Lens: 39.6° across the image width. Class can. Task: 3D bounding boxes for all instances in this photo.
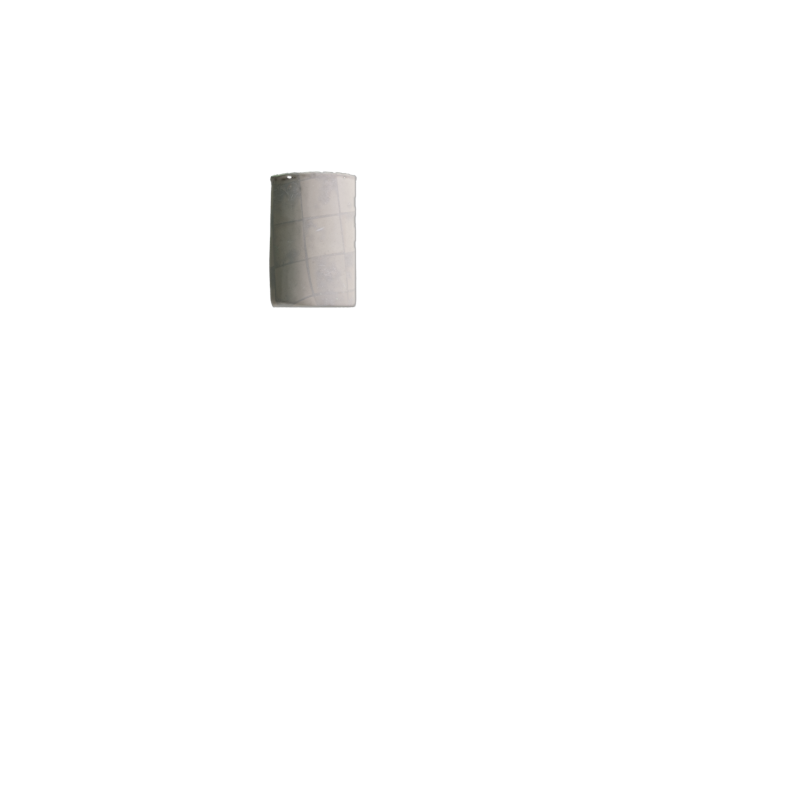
[{"bbox_3d":[-0.068,-0.123,0.863,0.068,0.103,0.068,0,-2,-2],"label":"can"}]
